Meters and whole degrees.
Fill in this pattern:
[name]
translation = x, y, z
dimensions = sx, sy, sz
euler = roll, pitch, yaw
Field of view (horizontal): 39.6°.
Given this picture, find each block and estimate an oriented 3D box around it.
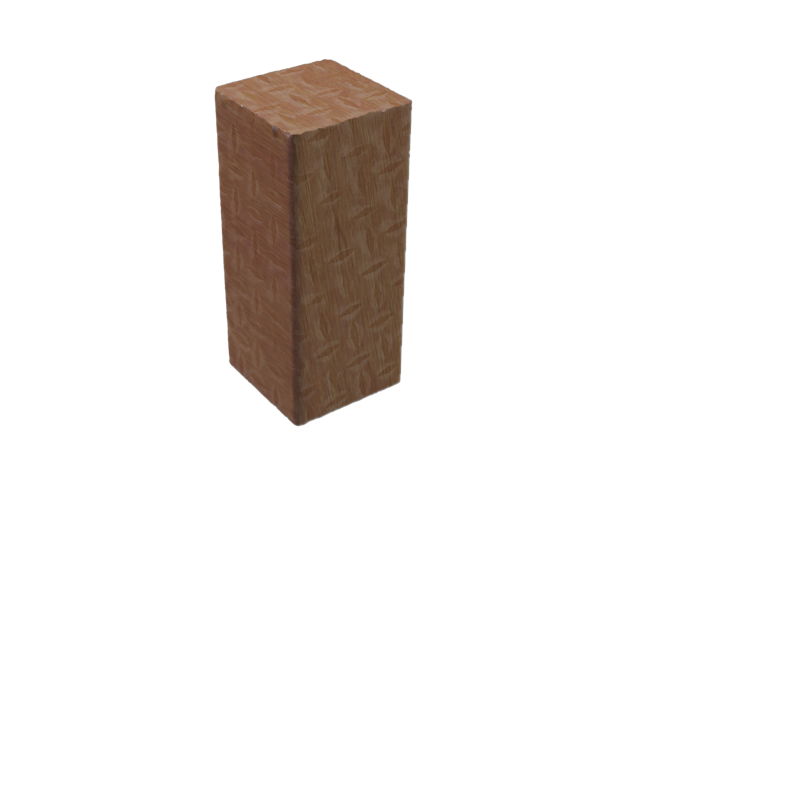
[block]
translation = -0.057, -0.102, 0.715
dimensions = 0.089, 0.193, 0.098
euler = -21, 39, -31
